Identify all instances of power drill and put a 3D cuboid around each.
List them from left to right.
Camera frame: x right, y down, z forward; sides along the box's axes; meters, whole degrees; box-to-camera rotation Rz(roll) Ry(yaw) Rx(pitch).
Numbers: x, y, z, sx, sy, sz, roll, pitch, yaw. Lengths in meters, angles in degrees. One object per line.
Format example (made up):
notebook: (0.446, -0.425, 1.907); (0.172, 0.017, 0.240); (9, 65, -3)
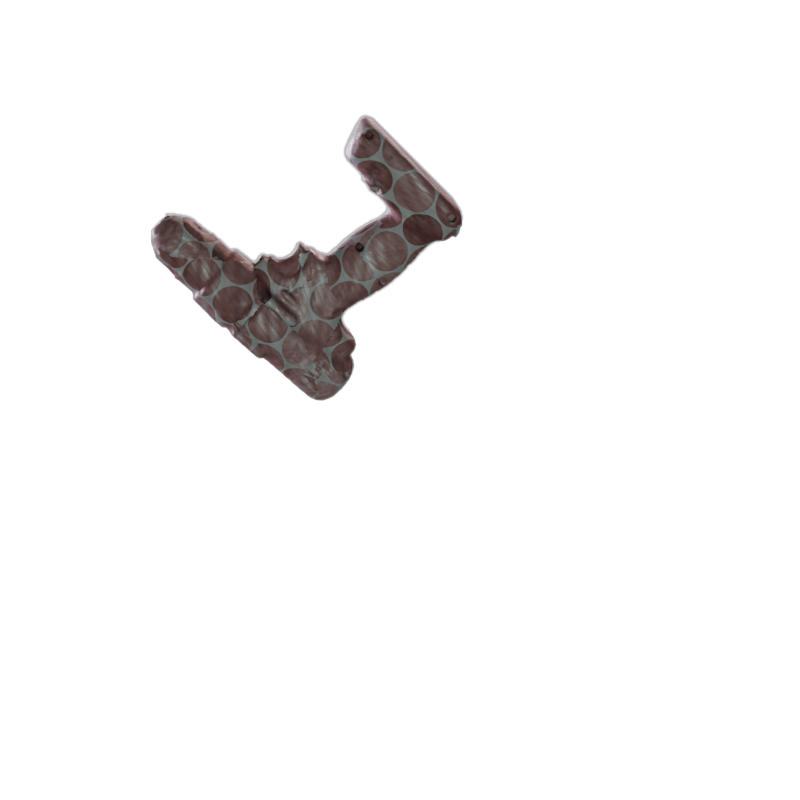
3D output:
power drill: (-0.063, -0.116, 0.810); (0.179, 0.186, 0.060); (43, 13, -13)
